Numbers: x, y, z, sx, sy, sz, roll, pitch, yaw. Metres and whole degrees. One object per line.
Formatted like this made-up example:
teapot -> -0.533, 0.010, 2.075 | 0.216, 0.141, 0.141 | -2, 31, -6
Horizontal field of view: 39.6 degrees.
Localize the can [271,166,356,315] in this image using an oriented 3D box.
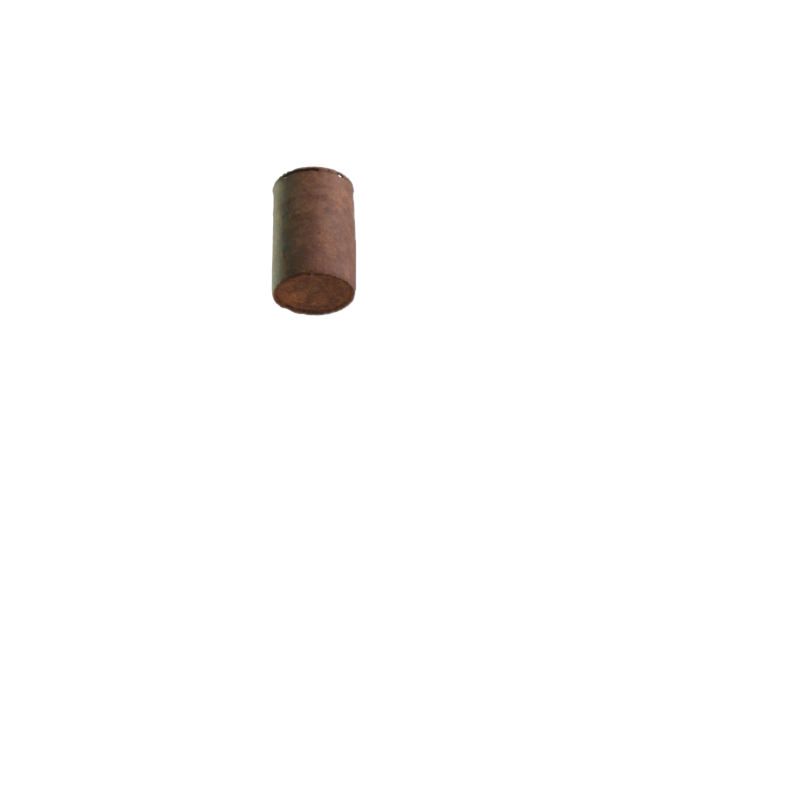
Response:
can -> -0.070, -0.128, 0.897 | 0.068, 0.109, 0.064 | 0, -29, -2
